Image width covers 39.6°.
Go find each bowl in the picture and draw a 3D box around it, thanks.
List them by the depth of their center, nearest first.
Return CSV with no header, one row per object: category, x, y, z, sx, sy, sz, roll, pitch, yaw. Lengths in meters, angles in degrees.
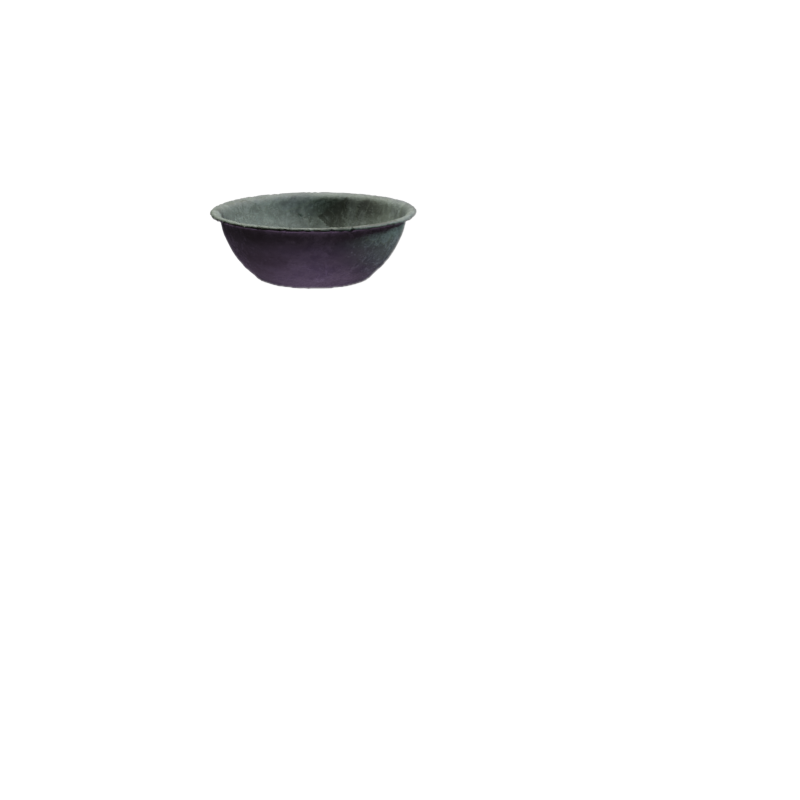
bowl,-0.069,-0.125,0.876,0.162,0.053,0.168,-1,19,-2
